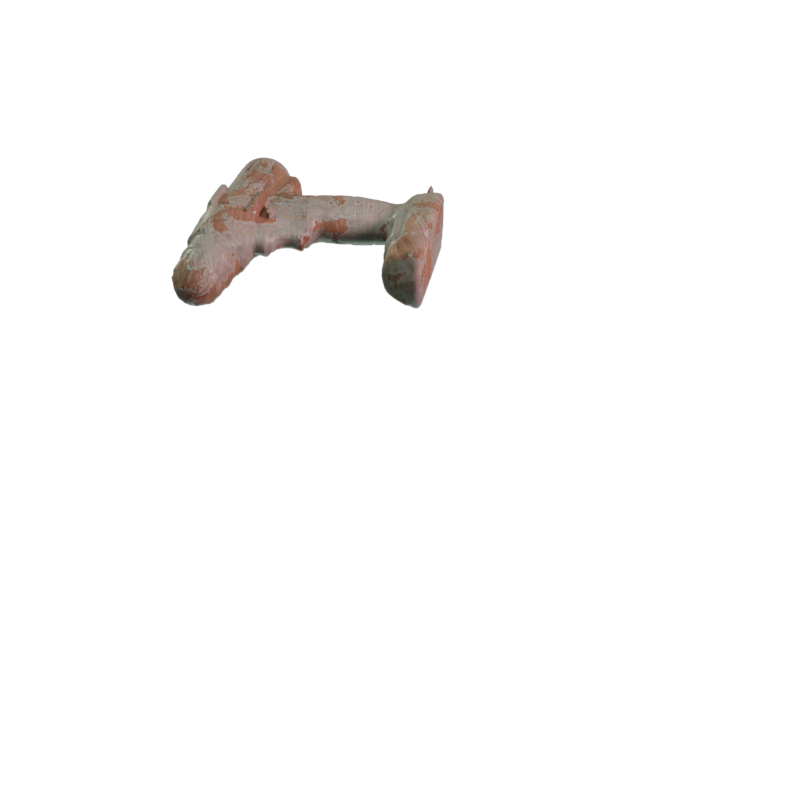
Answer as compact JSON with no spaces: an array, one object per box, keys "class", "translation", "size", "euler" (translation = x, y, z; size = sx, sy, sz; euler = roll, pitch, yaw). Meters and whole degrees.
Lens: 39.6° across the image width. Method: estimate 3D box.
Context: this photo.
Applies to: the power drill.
[{"class":"power drill","translation":[-0.068,-0.124,0.866],"size":[0.192,0.054,0.193],"euler":[10,41,12]}]
